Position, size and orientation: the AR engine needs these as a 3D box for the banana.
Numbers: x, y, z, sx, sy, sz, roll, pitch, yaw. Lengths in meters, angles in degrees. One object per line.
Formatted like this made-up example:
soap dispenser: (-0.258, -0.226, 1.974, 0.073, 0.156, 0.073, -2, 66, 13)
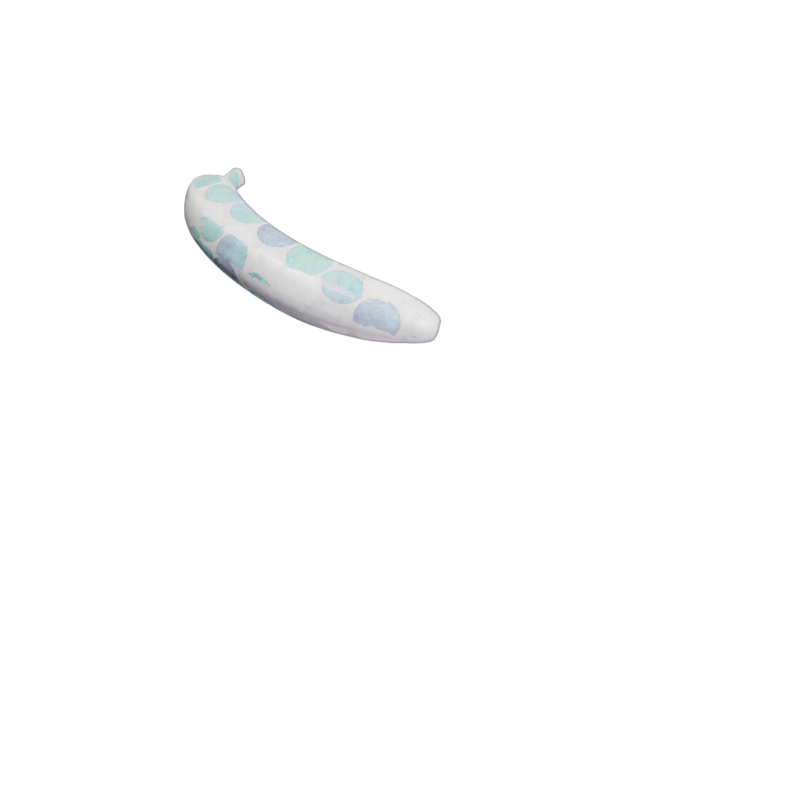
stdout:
banana: (-0.065, -0.082, 0.603, 0.069, 0.034, 0.213, -25, 46, -27)
